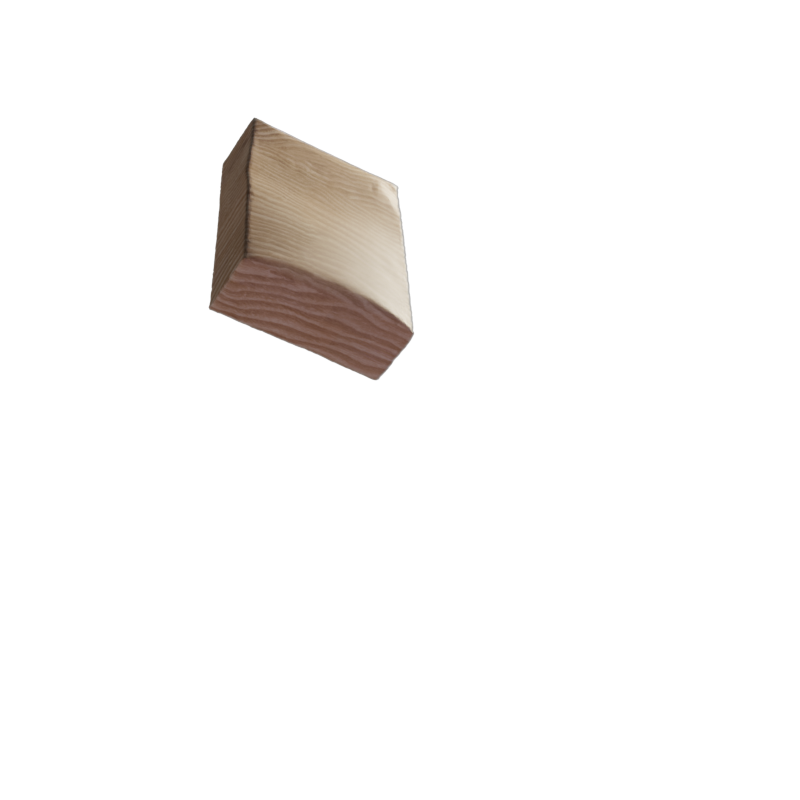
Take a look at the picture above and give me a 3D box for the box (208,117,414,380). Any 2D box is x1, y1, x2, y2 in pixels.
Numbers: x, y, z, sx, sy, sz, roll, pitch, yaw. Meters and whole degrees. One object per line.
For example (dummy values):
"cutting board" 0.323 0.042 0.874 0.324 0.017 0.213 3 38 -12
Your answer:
"box" -0.076 -0.139 0.977 0.157 0.229 0.070 22 -52 -21
